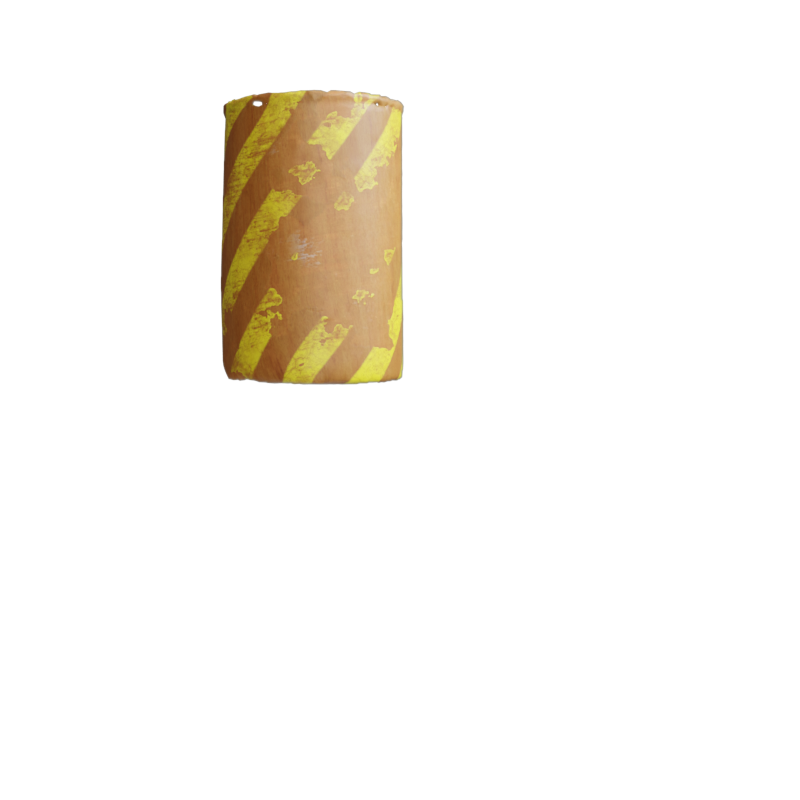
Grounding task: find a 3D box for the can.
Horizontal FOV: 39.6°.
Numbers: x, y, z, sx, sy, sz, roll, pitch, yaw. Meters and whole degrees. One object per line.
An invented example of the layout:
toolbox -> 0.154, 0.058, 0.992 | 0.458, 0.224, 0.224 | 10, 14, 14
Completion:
can -> -0.032, -0.059, 0.414 | 0.068, 0.103, 0.068 | 0, -1, -2
